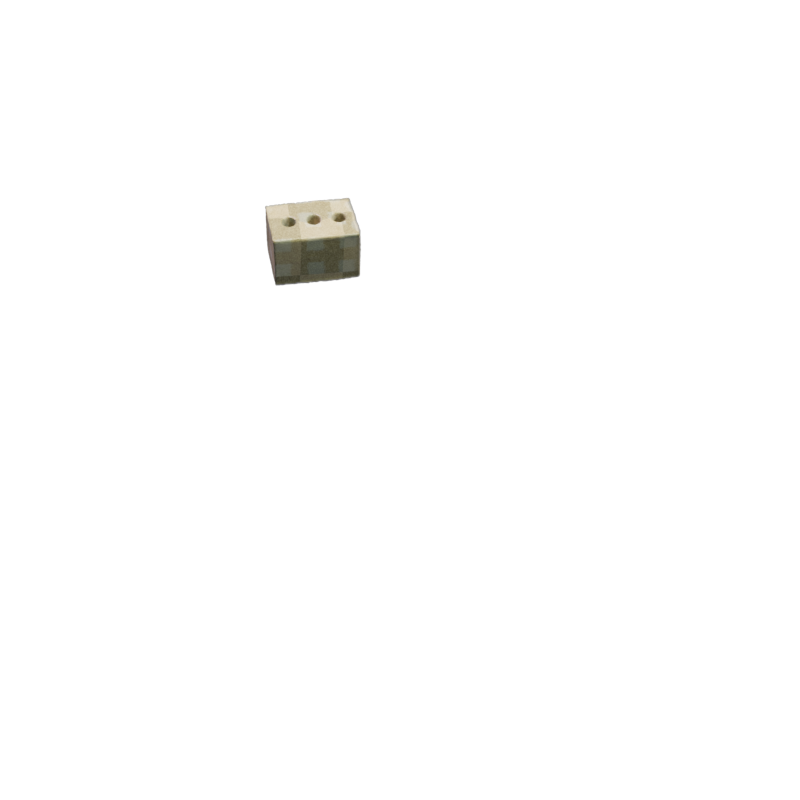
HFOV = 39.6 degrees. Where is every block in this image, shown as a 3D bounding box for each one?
[{"bbox_3d":[-0.076,-0.138,0.970,0.077,0.048,0.057,-7,43,-9],"label":"block"}]
